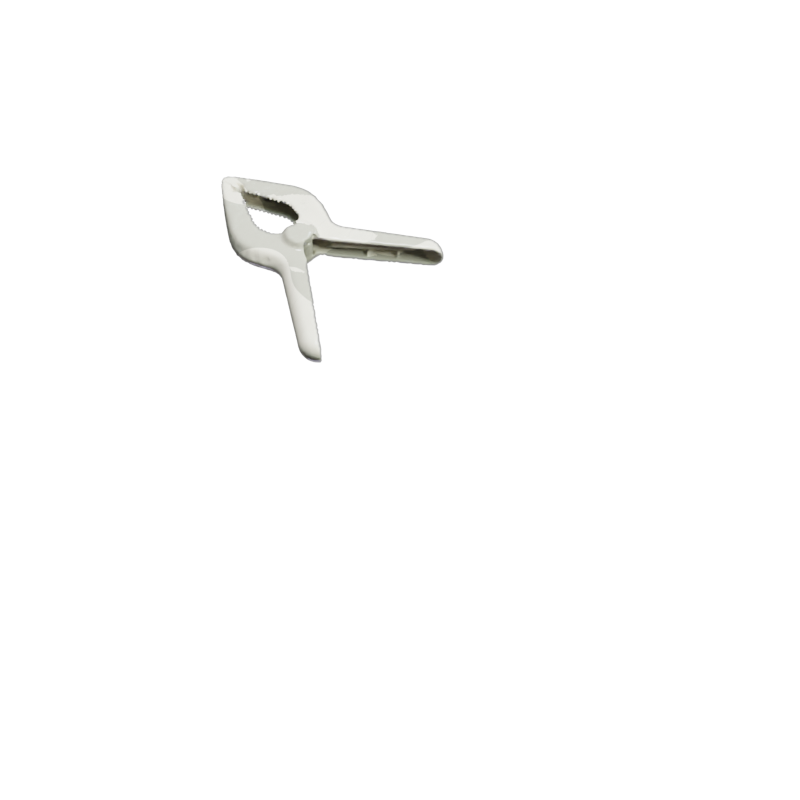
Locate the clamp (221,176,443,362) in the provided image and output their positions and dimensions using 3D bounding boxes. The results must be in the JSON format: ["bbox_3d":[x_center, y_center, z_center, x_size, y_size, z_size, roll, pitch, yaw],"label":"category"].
[{"bbox_3d":[-0.078,-0.142,0.993,0.165,0.034,0.225,-32,58,-23],"label":"clamp"}]
